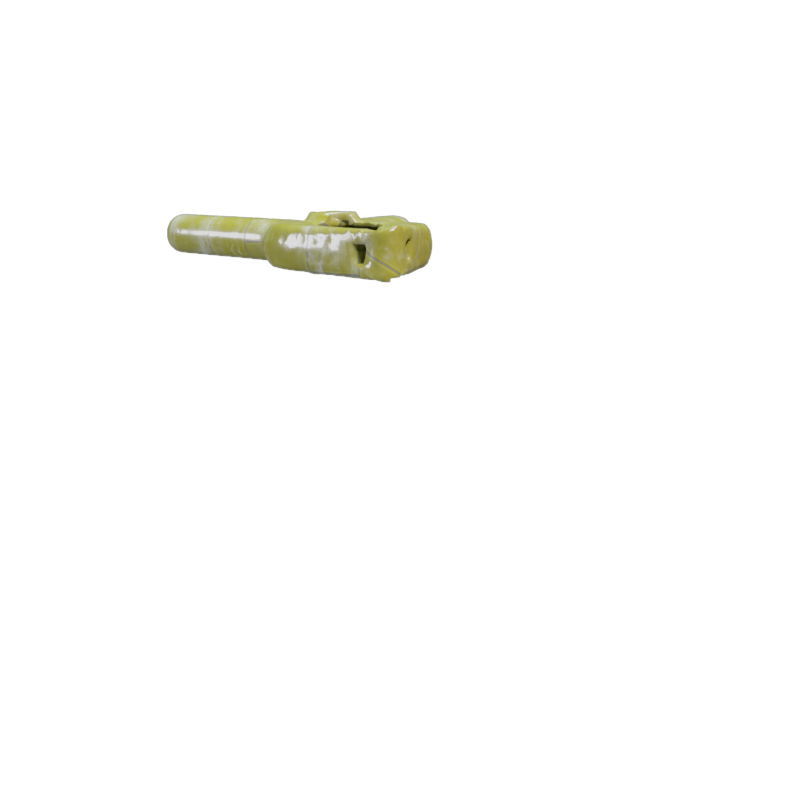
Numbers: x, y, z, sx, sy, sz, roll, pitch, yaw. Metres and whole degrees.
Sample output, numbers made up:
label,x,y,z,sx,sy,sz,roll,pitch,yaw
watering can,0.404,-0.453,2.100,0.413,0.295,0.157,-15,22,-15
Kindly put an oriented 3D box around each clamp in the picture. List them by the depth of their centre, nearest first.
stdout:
label,x,y,z,sx,sy,sz,roll,pitch,yaw
clamp,-0.051,-0.092,0.647,0.162,0.036,0.217,-2,12,-12
